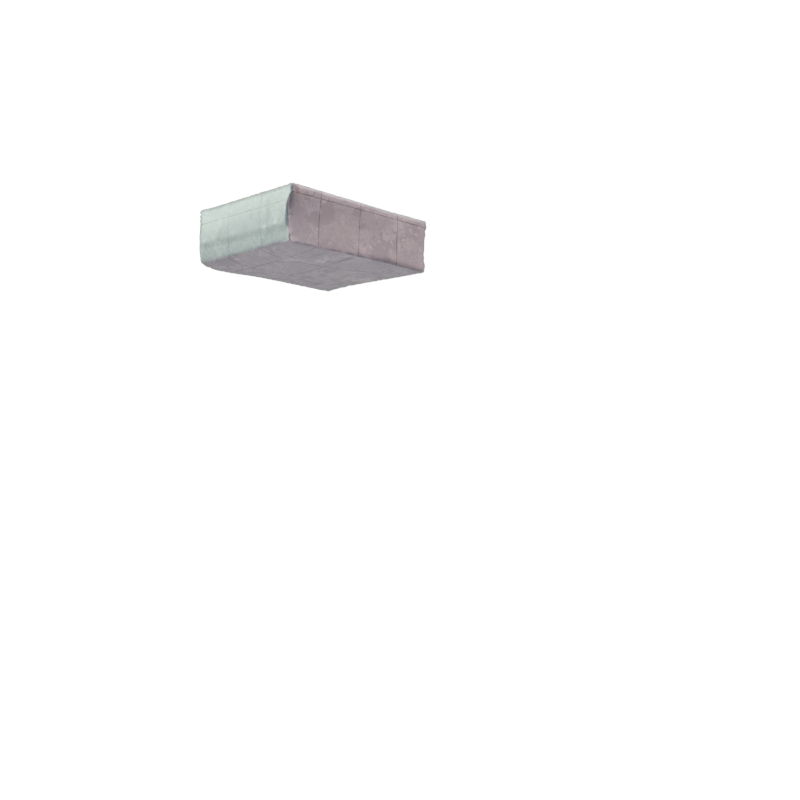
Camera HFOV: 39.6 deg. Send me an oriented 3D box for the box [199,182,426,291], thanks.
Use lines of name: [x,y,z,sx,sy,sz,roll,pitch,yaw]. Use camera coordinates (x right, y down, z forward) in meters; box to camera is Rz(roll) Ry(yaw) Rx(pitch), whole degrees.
box: [-0.054,-0.098,0.683,0.108,0.040,0.092,6,-9,-43]
